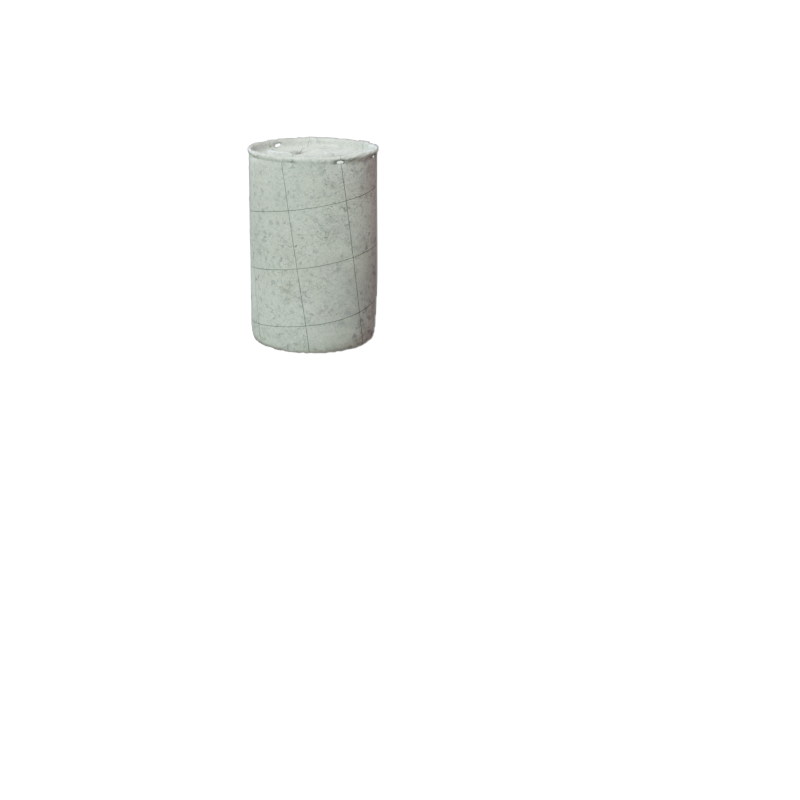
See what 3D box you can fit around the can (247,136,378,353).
[{"bbox_3d":[-0.046,-0.083,0.583,0.068,0.099,0.071,0,17,-2],"label":"can"}]
